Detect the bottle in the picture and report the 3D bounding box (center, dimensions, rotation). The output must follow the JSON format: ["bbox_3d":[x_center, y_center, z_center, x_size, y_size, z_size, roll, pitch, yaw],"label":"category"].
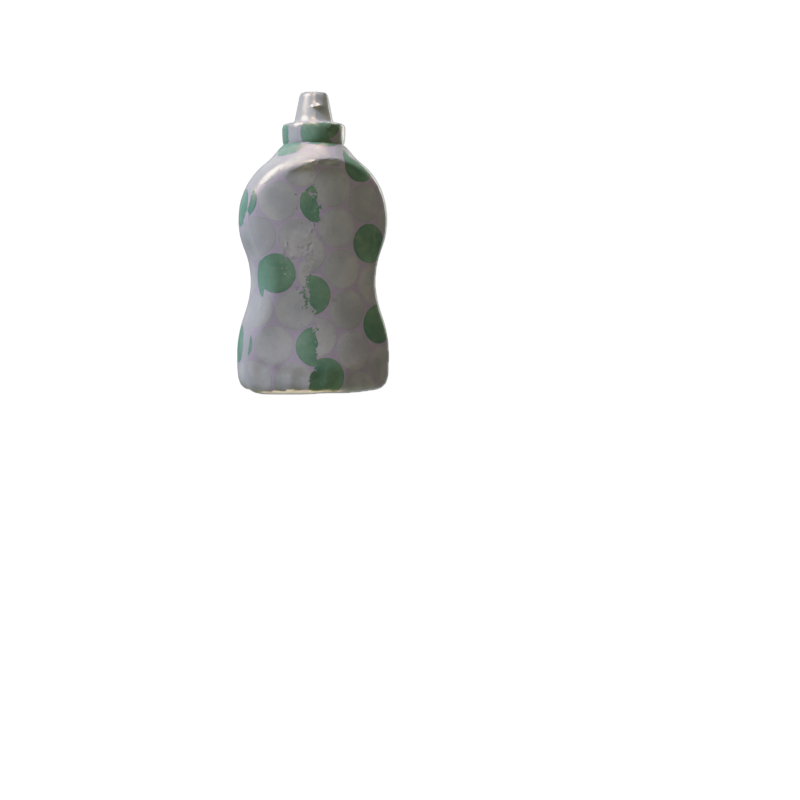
[{"bbox_3d":[-0.056,-0.102,0.715,0.094,0.192,0.060,0,0,-17],"label":"bottle"}]
